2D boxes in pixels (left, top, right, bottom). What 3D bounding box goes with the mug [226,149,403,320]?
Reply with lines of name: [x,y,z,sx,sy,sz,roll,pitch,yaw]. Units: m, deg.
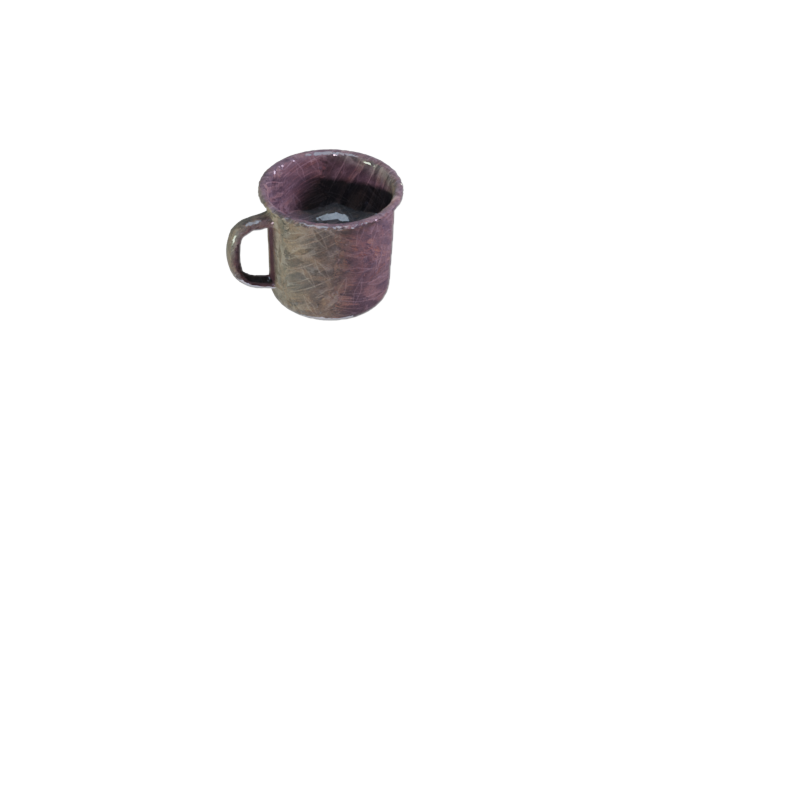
mug: [-0.057,-0.103,0.725,0.116,0.076,0.101,-16,43,-19]
